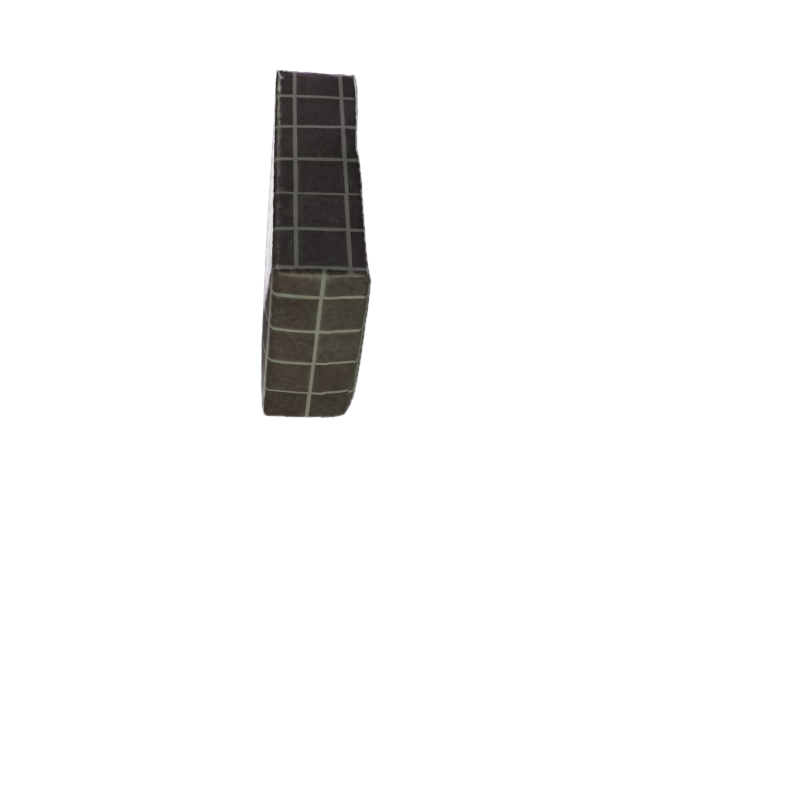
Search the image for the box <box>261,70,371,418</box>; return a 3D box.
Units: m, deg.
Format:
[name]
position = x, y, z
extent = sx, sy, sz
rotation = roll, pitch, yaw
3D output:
[box]
position = -0.066, -0.120, 0.839
extent = 0.071, 0.230, 0.154
rotation = 2, -40, -7
